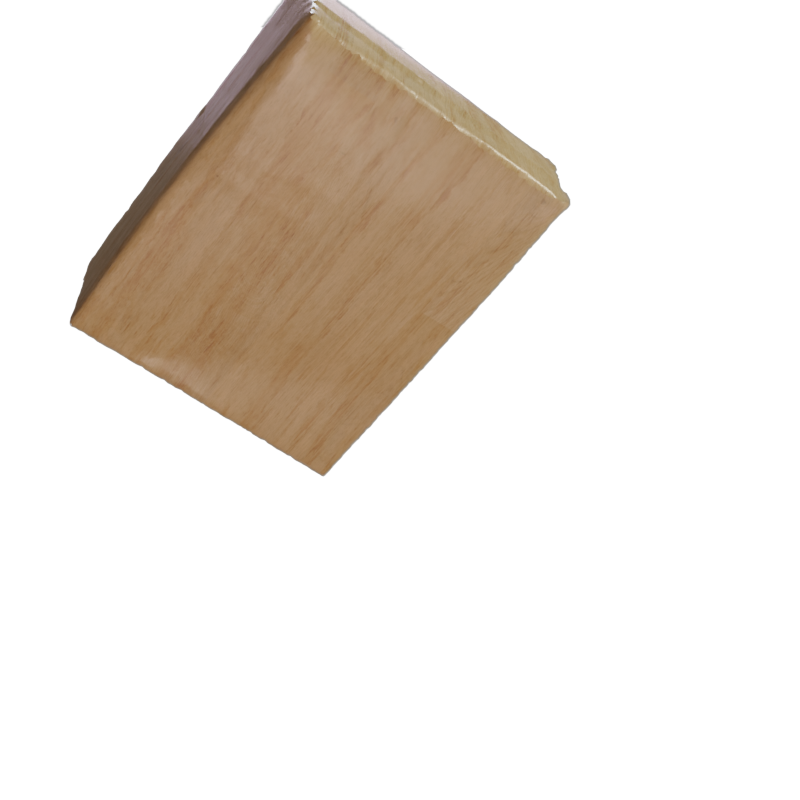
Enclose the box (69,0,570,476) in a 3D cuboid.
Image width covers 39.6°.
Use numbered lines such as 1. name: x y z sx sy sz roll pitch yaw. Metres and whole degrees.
1. box: -0.024 -0.044 0.310 0.086 0.111 0.041 34 24 -19
